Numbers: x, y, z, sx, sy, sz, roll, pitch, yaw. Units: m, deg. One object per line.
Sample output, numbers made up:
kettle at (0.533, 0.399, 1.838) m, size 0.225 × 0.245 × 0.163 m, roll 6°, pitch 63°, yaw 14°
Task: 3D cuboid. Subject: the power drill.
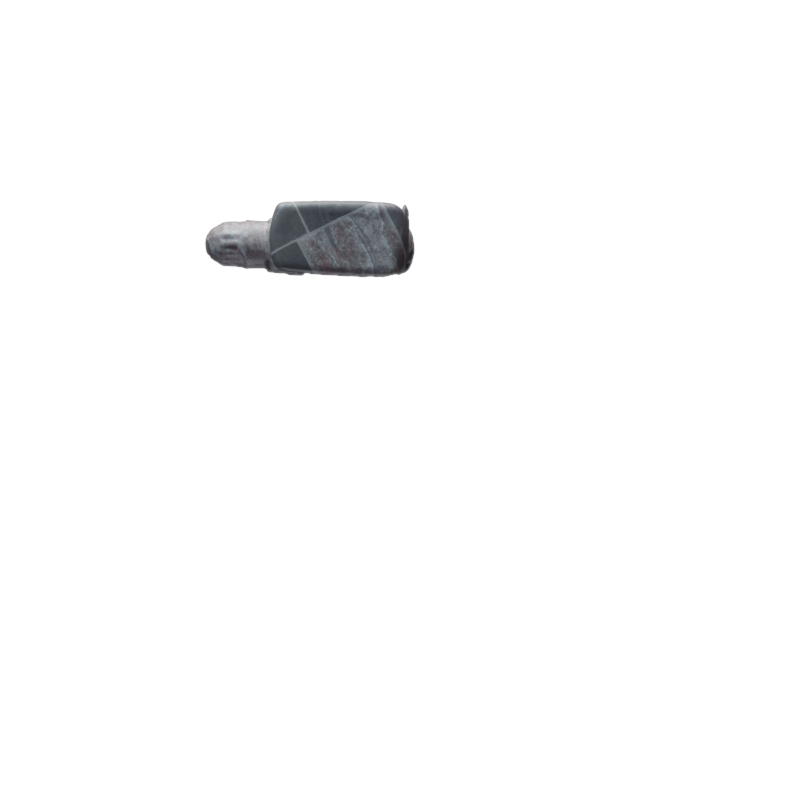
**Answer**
power drill at (-0.072, -0.131, 0.915) m, size 0.183 × 0.057 × 0.190 m, roll -1°, pitch 6°, yaw -5°
